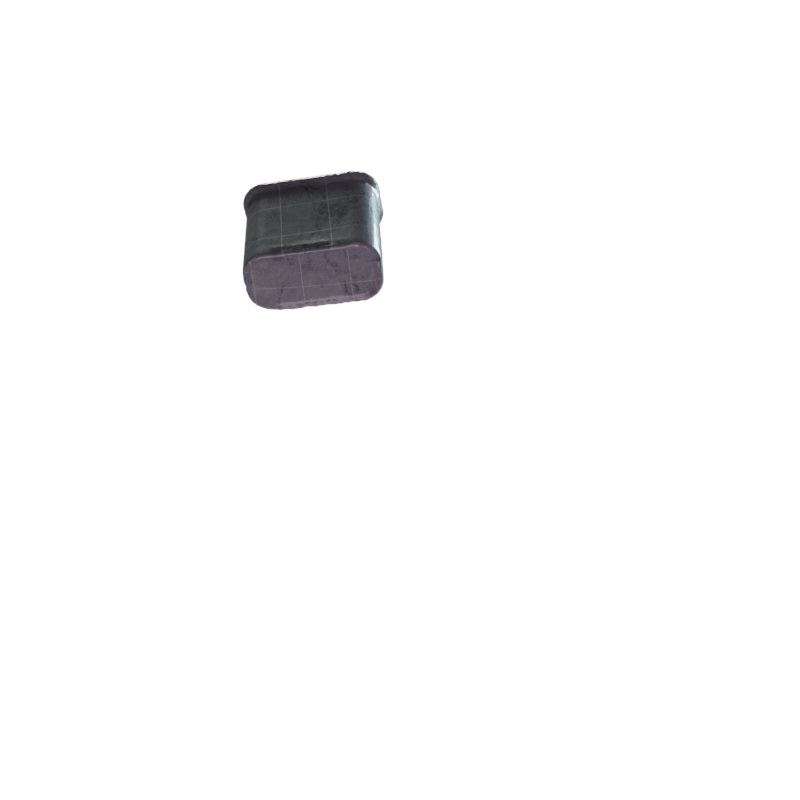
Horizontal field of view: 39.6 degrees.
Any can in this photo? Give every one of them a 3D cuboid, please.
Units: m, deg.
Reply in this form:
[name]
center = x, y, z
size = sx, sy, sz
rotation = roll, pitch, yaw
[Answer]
[can]
center = -0.062, -0.113, 0.794
size = 0.102, 0.053, 0.090
rotation = -7, 42, 5
